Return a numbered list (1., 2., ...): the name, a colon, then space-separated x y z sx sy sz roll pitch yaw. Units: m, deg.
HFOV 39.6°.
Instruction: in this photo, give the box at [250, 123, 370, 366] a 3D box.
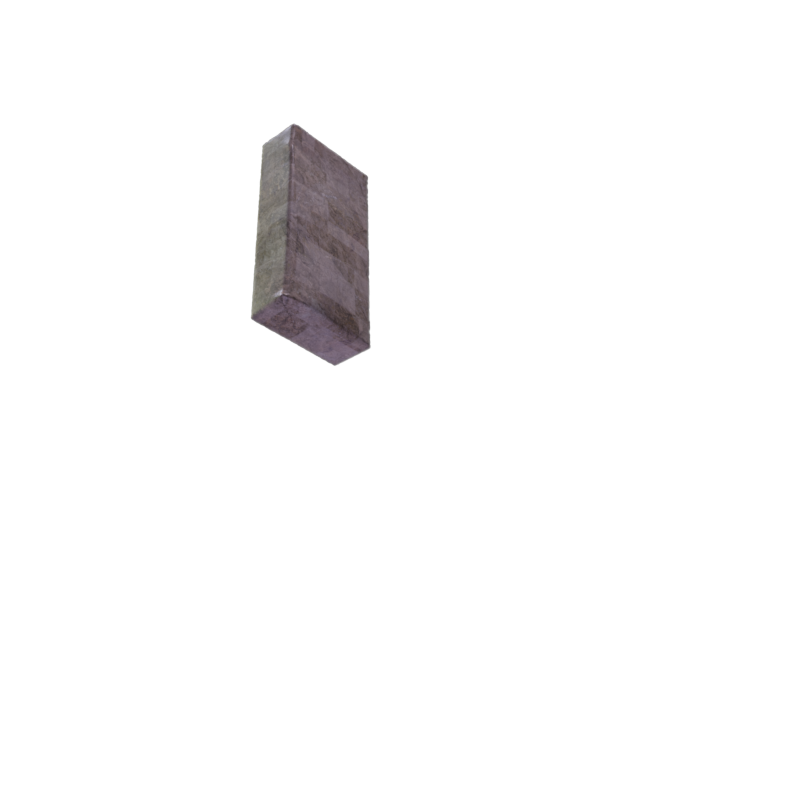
1. box: -0.069 -0.125 0.879 0.048 0.189 0.087 -32 -46 32
